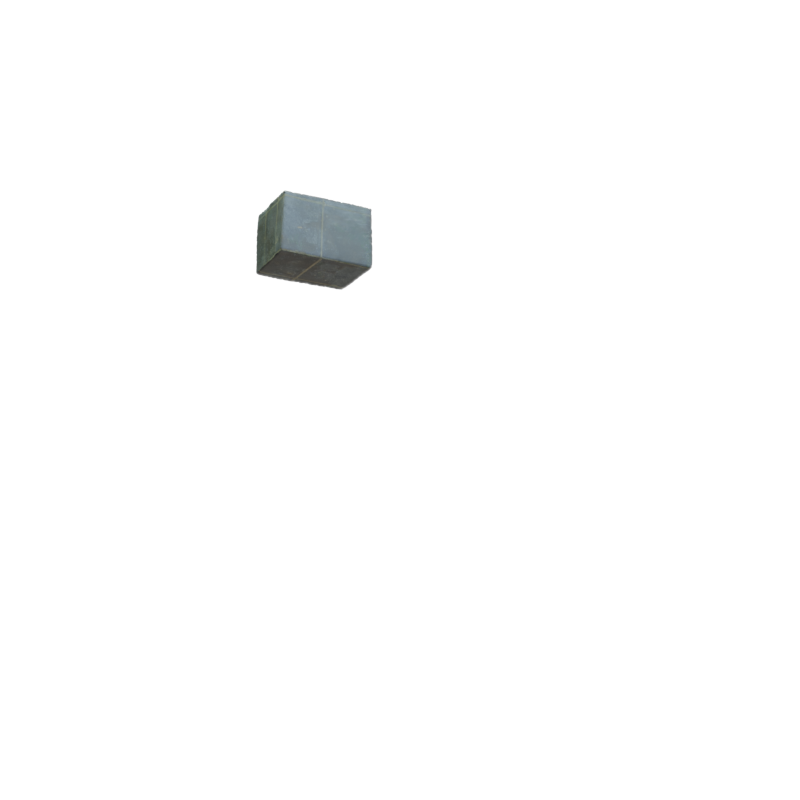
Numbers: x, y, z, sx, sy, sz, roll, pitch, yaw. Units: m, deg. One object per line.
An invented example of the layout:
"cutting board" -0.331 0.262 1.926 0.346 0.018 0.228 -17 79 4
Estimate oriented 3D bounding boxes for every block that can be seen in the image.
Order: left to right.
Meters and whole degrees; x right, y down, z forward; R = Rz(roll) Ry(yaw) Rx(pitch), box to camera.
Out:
"block" -0.067 -0.123 0.861 0.075 0.054 0.052 9 -22 -26
